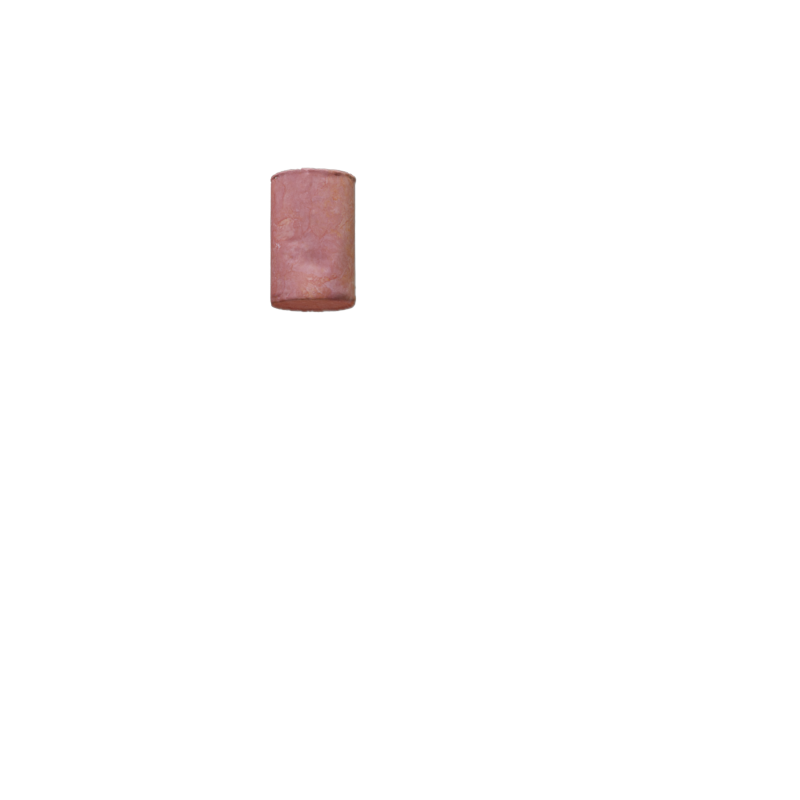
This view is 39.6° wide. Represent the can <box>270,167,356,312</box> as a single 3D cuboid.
[{"bbox_3d":[-0.068,-0.123,0.865,0.068,0.105,0.067,0,-9,-2],"label":"can"}]
